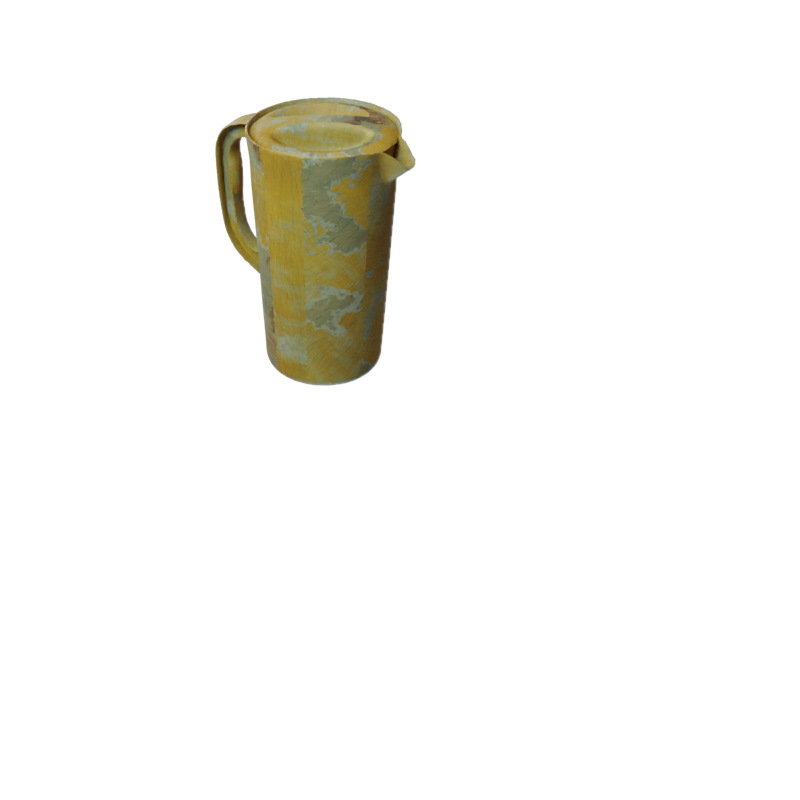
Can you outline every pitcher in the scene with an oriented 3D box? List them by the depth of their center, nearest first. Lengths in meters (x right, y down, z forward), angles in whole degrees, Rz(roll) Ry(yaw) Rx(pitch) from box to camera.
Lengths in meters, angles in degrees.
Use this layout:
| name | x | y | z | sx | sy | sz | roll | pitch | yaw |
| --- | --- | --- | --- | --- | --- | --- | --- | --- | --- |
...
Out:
| name | x | y | z | sx | sy | sz | roll | pitch | yaw |
| --- | --- | --- | --- | --- | --- | --- | --- | --- | --- |
| pitcher | -0.078 | -0.142 | 0.992 | 0.143 | 0.228 | 0.161 | -9 | 34 | -17 |
